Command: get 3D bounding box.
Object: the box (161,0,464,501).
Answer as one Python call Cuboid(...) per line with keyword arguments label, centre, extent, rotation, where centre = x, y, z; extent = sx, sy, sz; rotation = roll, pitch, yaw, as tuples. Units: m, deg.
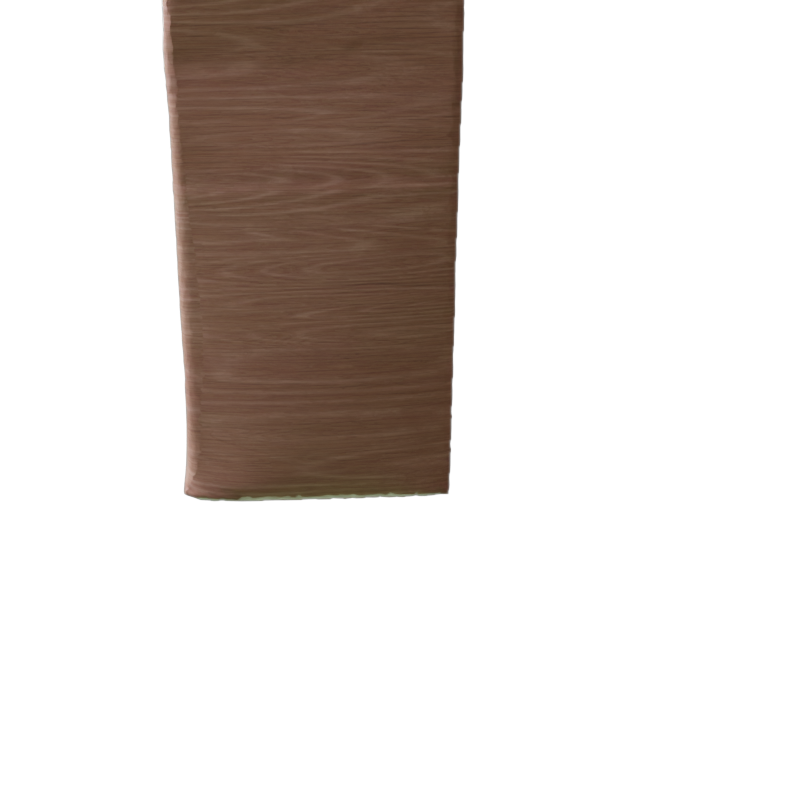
Cuboid(label="box", centre=(-0.029, -0.053, 0.372), extent=(0.093, 0.169, 0.050), rotation=(0, 17, -5))
